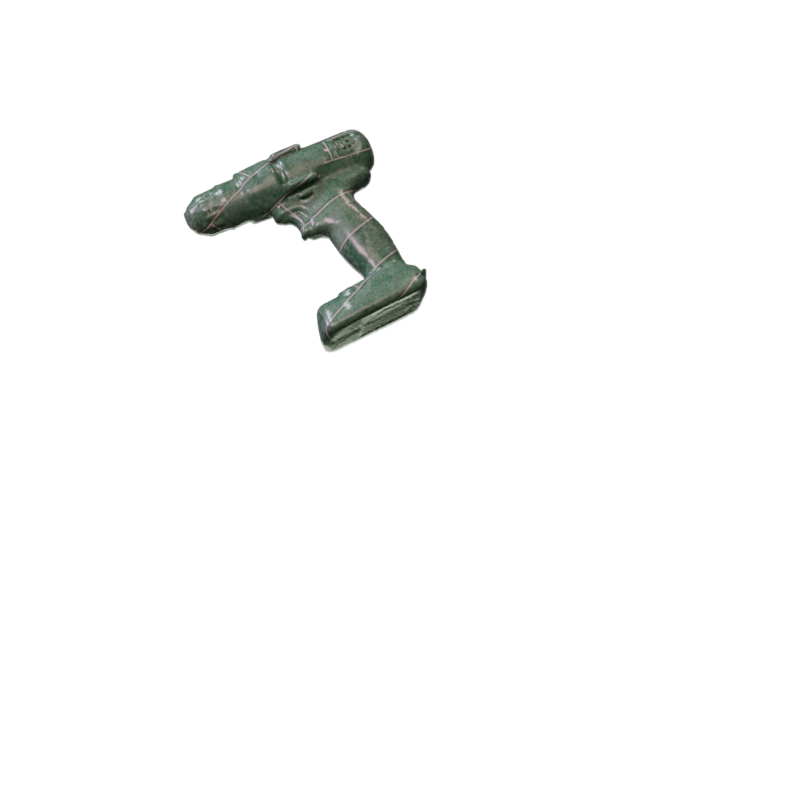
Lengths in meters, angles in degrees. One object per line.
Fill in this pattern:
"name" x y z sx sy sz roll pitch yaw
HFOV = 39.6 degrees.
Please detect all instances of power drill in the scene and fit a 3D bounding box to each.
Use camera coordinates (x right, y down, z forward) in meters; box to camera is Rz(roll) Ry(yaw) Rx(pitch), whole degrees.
"power drill" -0.077 -0.140 0.983 0.184 0.199 0.054 -26 -22 -12
